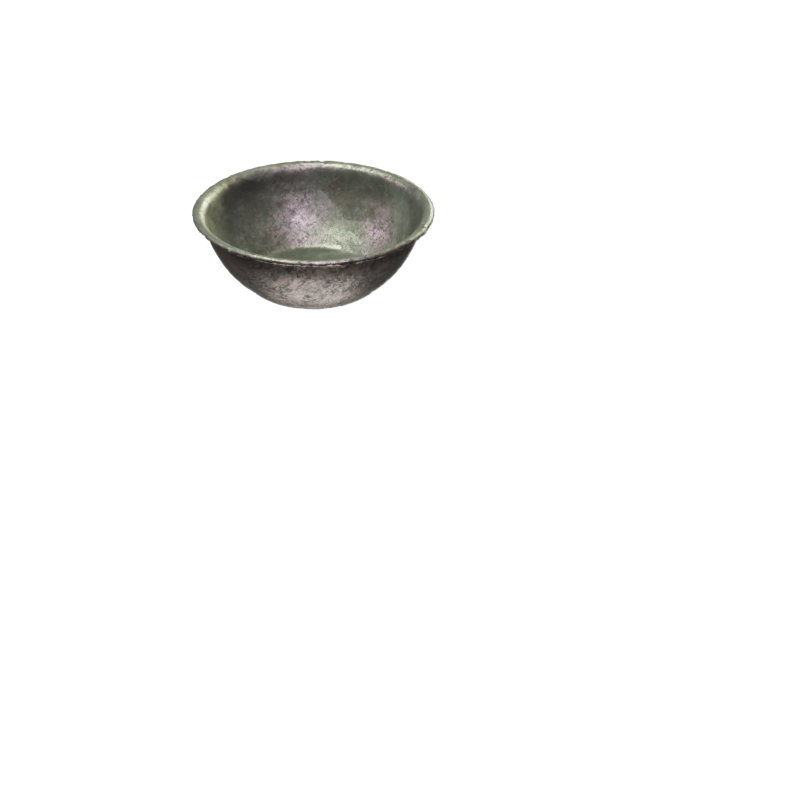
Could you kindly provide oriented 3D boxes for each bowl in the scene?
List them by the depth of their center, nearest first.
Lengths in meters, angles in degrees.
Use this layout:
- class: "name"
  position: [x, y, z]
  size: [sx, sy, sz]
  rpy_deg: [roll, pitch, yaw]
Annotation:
- class: "bowl"
  position: [-0.059, -0.108, 0.753]
  size: [0.162, 0.052, 0.172]
  rpy_deg: [-1, 33, -2]
